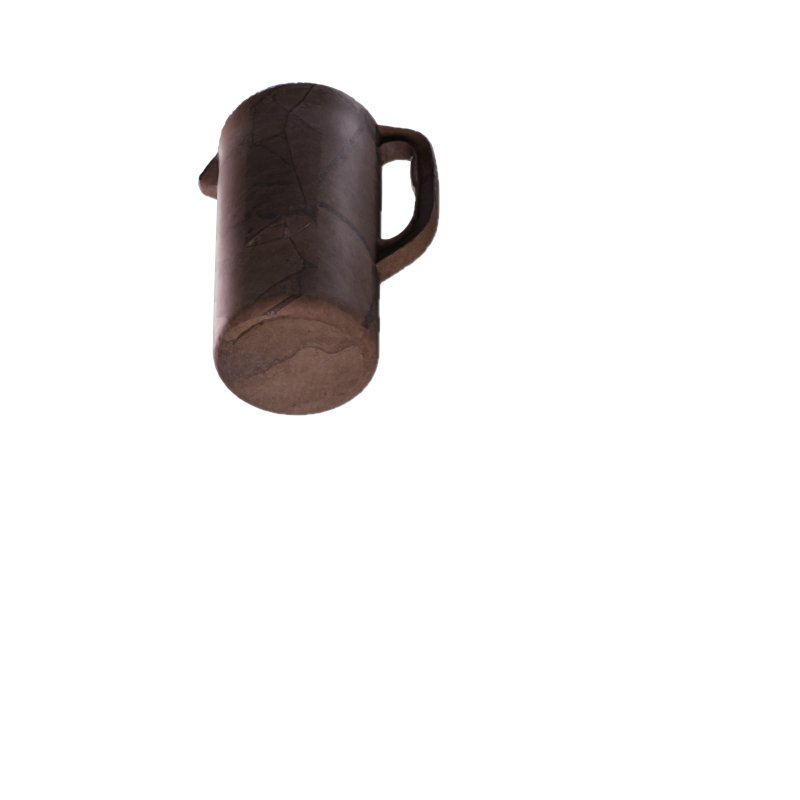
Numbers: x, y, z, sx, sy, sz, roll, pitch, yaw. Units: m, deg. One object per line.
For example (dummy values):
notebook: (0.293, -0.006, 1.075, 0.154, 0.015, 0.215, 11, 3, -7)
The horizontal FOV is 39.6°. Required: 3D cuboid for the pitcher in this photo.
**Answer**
pitcher: (-0.062, -0.114, 0.796, 0.138, 0.261, 0.145, 25, -52, -25)
